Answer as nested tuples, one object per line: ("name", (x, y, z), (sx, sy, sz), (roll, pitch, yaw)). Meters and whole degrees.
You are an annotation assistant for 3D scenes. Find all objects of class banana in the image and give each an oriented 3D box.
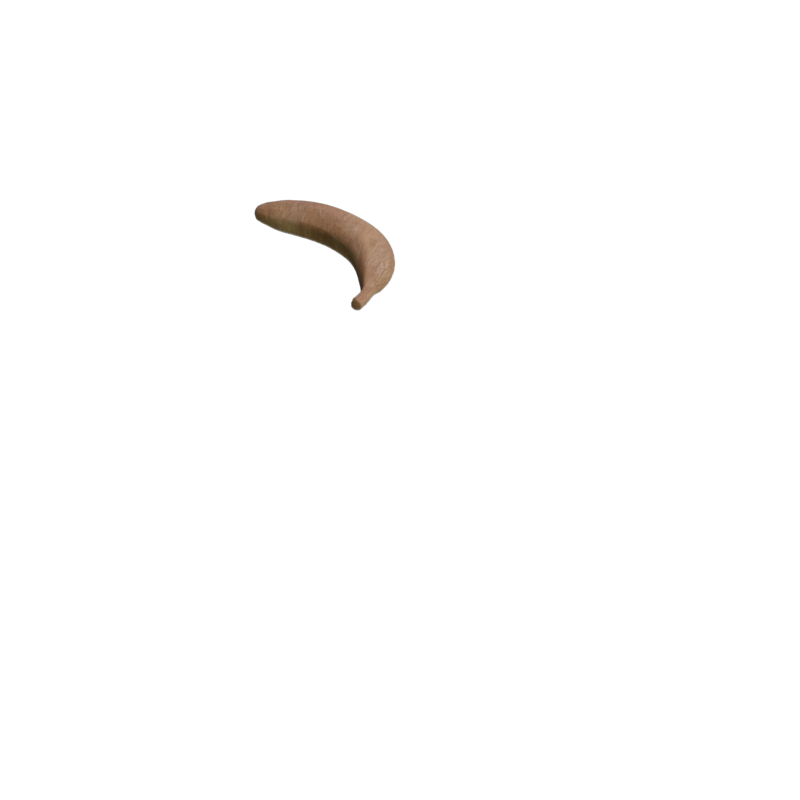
("banana", (-0.059, -0.143, 0.983), (0.068, 0.035, 0.213), (-16, 35, -25))
